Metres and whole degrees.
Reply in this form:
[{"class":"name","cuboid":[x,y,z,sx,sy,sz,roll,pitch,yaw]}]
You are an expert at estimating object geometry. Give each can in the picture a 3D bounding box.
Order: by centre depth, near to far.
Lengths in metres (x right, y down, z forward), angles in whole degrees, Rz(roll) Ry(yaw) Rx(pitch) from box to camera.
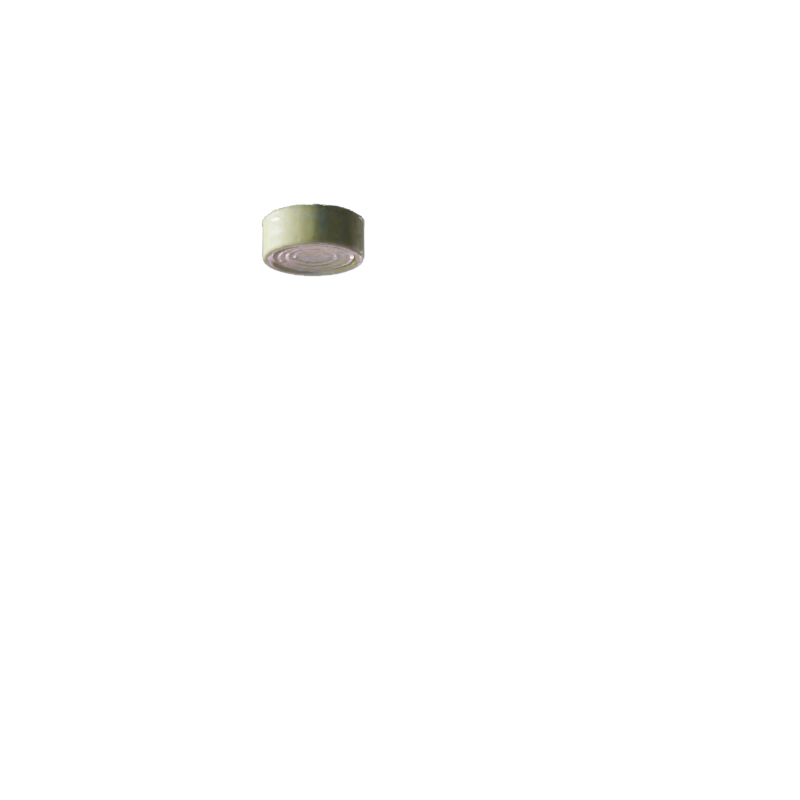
[{"class":"can","cuboid":[-0.072,-0.131,0.916,0.086,0.035,0.083,0,-14,-2]}]
